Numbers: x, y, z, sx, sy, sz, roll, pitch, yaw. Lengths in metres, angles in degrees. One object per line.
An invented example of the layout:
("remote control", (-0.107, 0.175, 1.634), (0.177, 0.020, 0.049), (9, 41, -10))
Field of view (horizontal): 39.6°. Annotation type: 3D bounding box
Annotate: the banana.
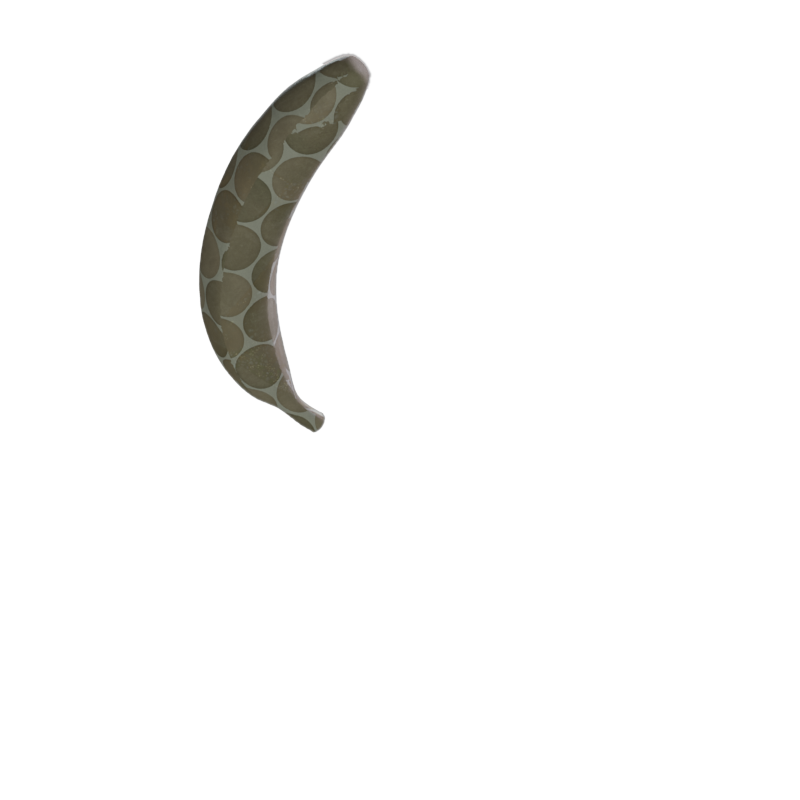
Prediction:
("banana", (-0.060, -0.074, 0.529), (0.069, 0.187, 0.039), (6, 31, -5))
